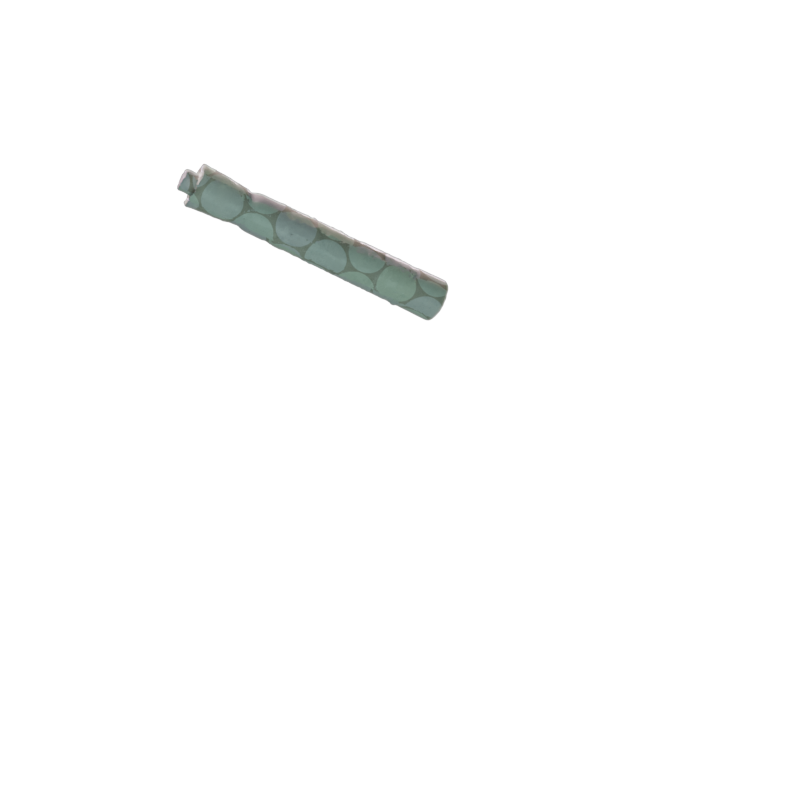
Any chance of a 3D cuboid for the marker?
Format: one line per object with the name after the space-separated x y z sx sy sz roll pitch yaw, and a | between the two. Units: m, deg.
-0.036 -0.065 0.458 0.117 0.020 0.020 24 -4 -15 | marker
